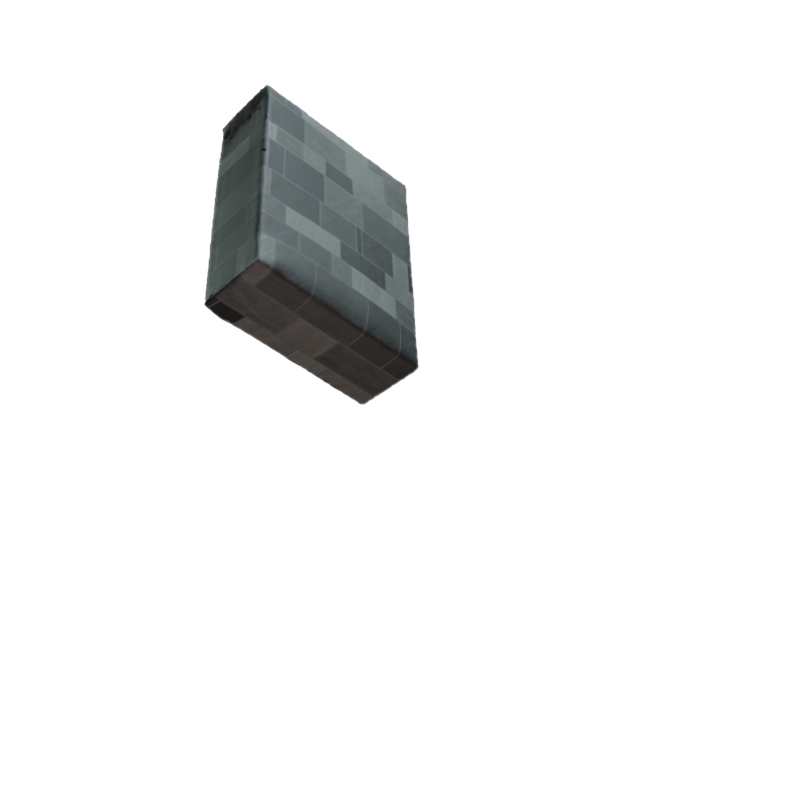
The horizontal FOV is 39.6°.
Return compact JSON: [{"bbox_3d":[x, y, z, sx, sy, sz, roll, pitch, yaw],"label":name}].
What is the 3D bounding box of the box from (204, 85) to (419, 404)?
[{"bbox_3d":[-0.069,-0.126,0.882,0.154,0.230,0.071,31,-54,-31],"label":"box"}]
